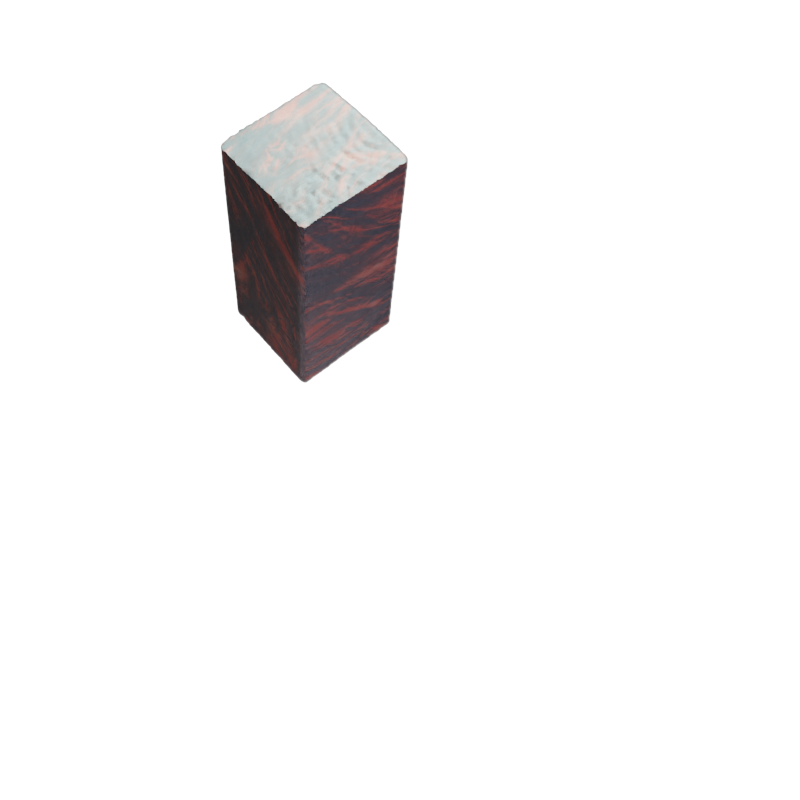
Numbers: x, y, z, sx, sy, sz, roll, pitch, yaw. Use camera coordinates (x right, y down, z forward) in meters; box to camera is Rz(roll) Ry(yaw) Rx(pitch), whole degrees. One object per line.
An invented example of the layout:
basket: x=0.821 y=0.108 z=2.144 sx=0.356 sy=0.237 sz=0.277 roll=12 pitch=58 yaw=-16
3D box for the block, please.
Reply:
block: x=-0.063 y=-0.114 z=0.796 sx=0.091 sy=0.095 sz=0.194 roll=-36 pitch=-21 yaw=-21
